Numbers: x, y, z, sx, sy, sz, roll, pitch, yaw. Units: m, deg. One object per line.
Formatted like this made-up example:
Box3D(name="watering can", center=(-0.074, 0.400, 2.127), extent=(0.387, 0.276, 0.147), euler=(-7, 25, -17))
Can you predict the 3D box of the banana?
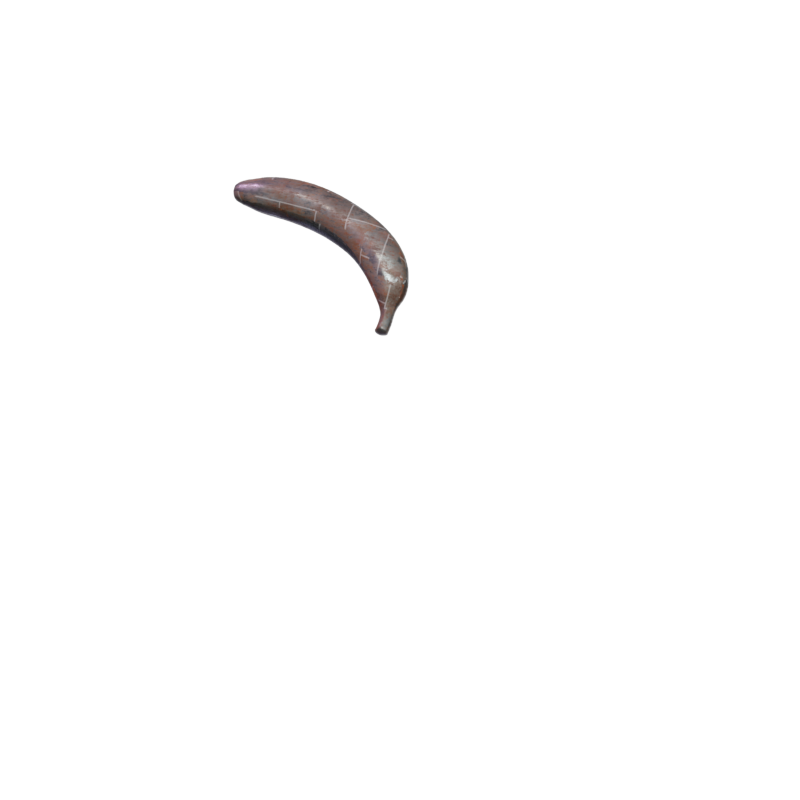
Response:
Box3D(name="banana", center=(-0.056, -0.139, 0.928), extent=(0.070, 0.034, 0.211), euler=(-34, 60, -23))
